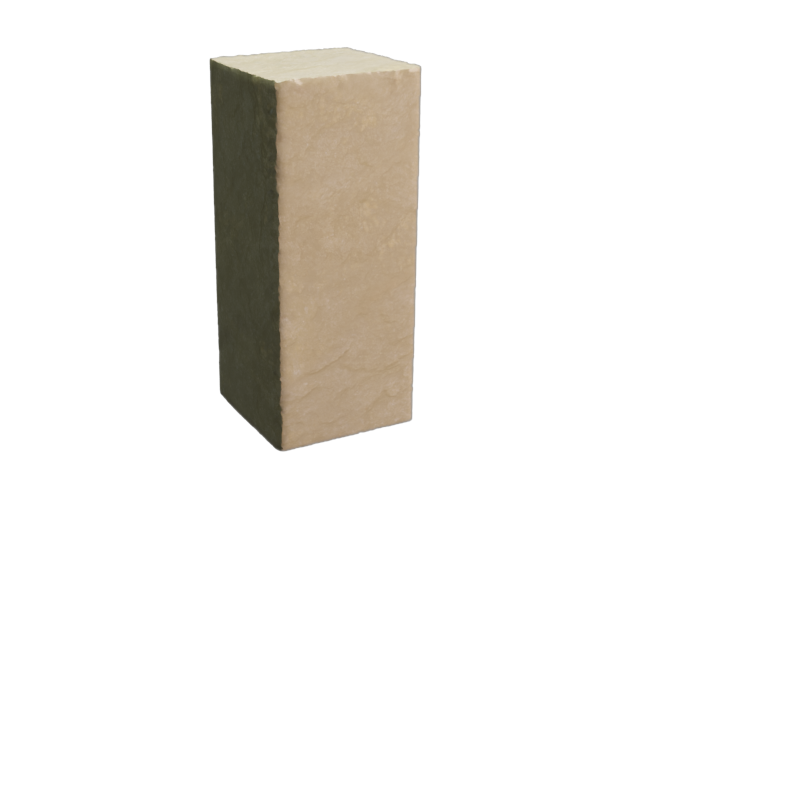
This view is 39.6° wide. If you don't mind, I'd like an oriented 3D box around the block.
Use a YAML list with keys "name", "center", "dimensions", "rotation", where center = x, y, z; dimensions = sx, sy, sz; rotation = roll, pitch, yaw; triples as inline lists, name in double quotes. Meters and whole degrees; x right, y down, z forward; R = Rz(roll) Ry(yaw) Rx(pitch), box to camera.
- name: "block"
  center: [-0.049, -0.090, 0.631]
  dimensions: [0.089, 0.197, 0.096]
  rotation: [-9, 22, -27]
